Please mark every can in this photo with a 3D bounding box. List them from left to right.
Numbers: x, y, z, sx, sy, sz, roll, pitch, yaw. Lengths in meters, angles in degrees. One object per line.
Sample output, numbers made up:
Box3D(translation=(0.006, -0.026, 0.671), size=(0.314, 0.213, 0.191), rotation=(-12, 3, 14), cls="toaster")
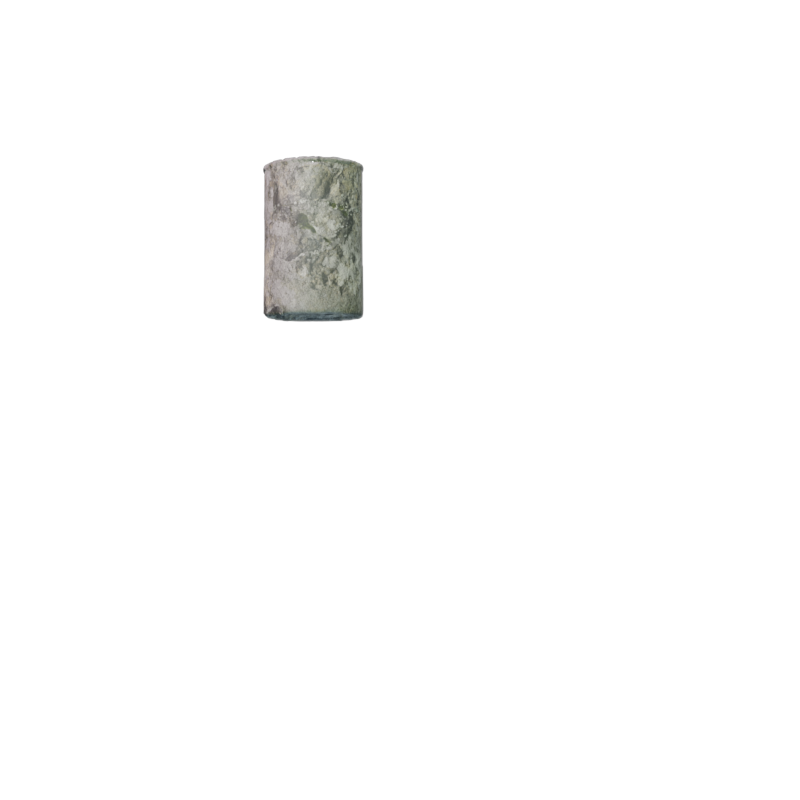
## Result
Box3D(translation=(-0.058, -0.106, 0.742), size=(0.068, 0.104, 0.067), rotation=(0, -7, -2), cls="can")
